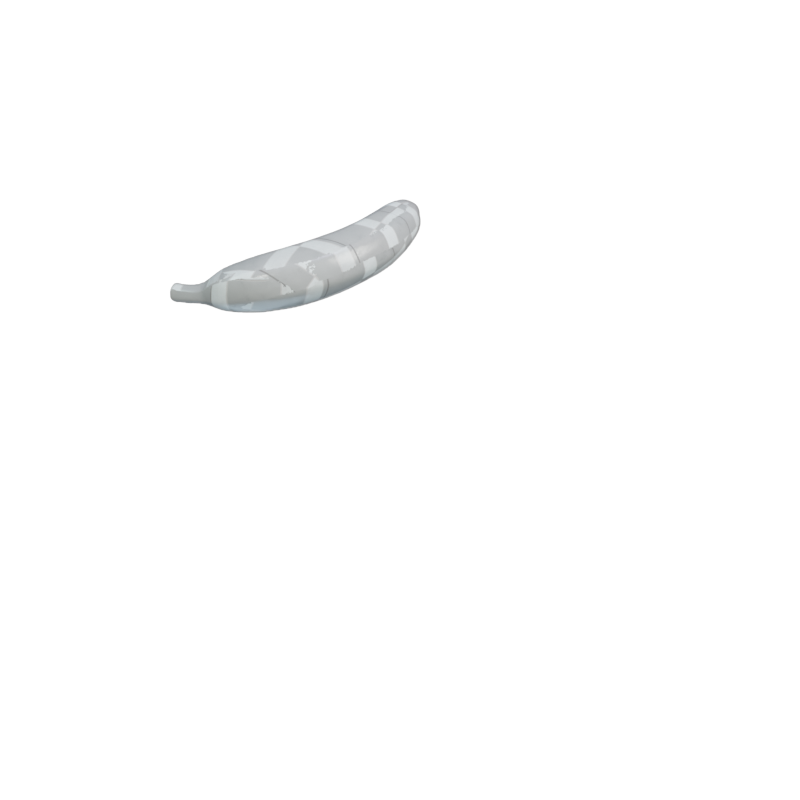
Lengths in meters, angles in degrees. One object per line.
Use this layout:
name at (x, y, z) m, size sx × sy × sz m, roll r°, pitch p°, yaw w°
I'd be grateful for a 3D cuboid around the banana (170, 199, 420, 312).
banana at (-0.049, -0.095, 0.719) m, size 0.196 × 0.035 × 0.075 m, roll -23°, pitch 39°, yaw -32°
